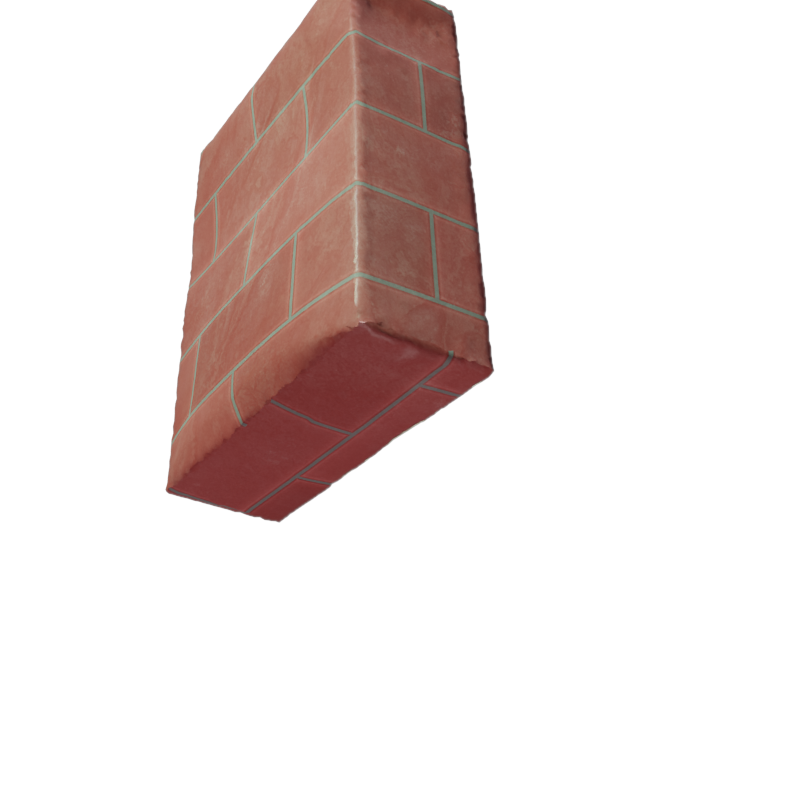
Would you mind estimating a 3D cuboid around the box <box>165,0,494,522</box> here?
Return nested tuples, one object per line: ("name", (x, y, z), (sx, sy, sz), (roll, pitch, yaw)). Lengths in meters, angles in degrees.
("box", (-0.041, -0.075, 0.528), (0.068, 0.229, 0.161), (20, -40, -29))
